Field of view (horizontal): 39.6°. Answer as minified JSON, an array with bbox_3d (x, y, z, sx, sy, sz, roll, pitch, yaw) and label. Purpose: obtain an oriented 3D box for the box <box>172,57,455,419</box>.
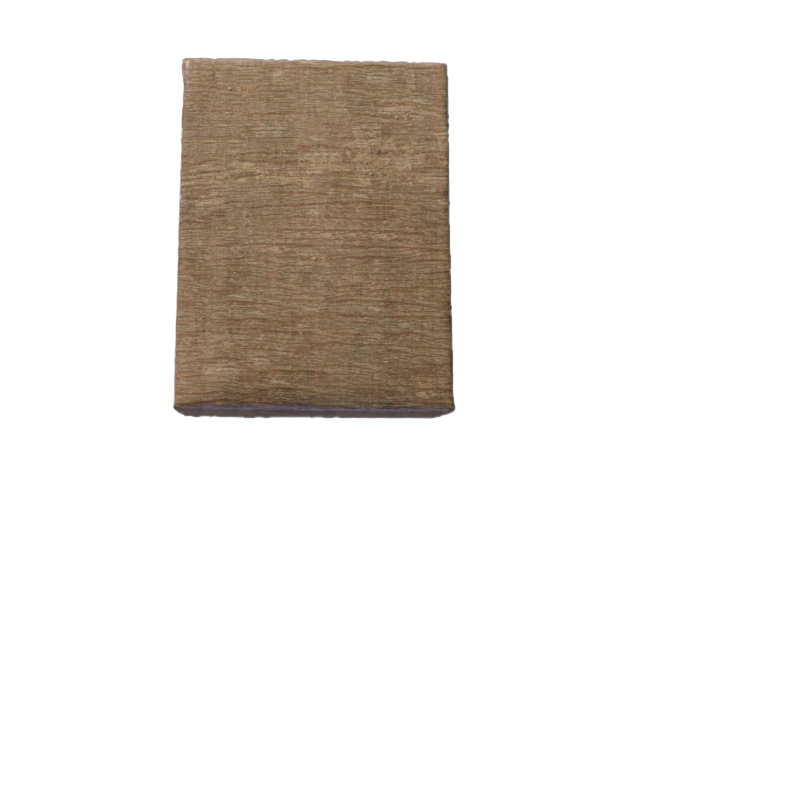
[{"bbox_3d":[-0.053,-0.097,0.682,0.163,0.220,0.070,0,-12,-4],"label":"box"}]
